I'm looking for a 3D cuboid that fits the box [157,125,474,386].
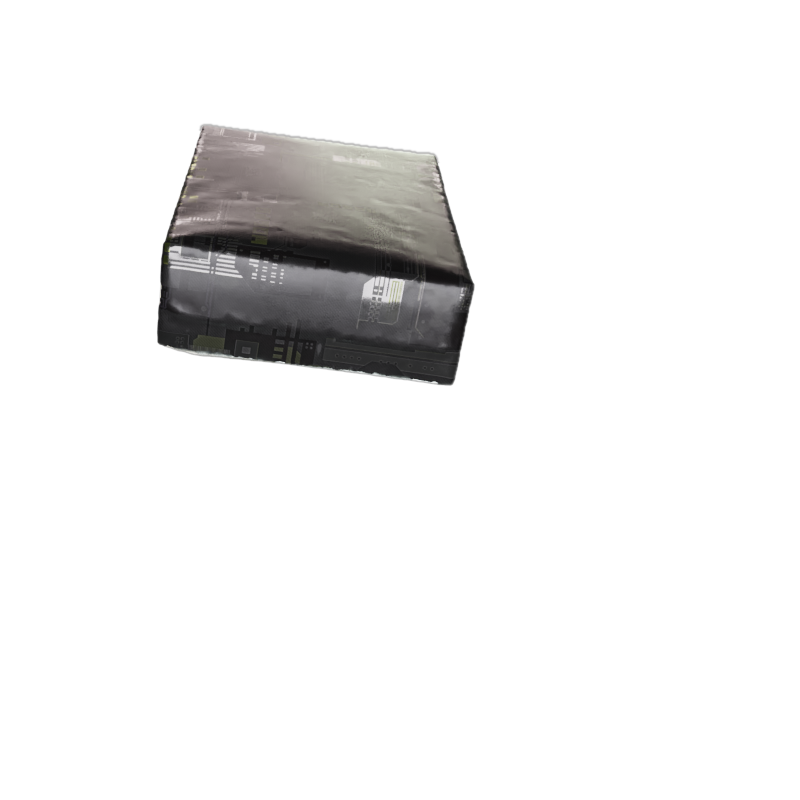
[{"bbox_3d":[-0.053,-0.096,0.674,0.163,0.068,0.226,6,28,-6],"label":"box"}]
